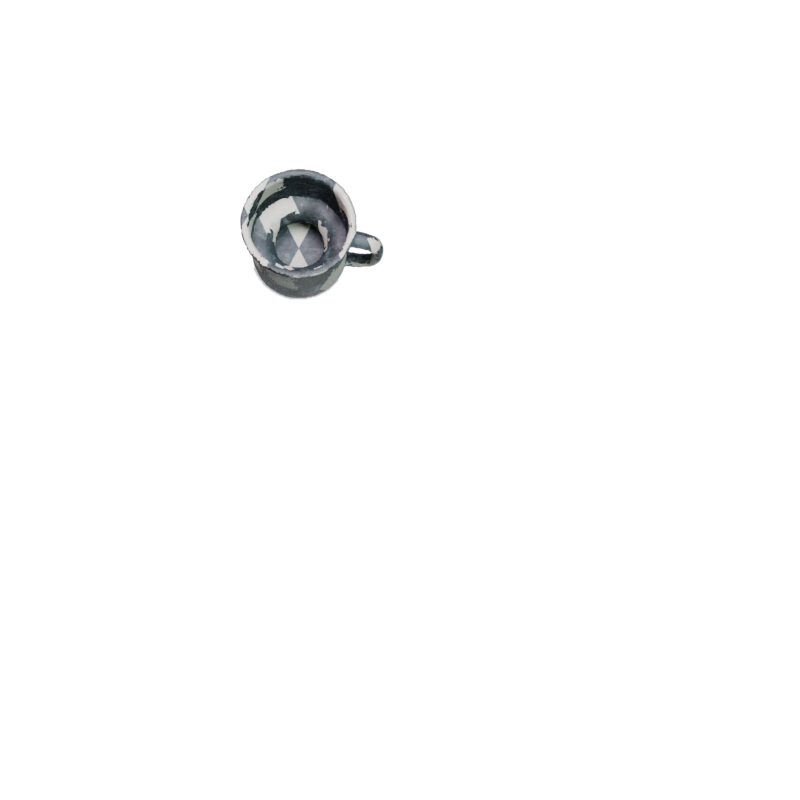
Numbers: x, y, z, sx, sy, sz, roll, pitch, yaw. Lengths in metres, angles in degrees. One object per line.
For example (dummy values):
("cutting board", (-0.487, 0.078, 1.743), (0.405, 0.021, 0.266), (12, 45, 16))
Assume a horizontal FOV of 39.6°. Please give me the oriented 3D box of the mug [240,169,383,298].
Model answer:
("mug", (-0.072, -0.132, 0.922), (0.117, 0.097, 0.078), (8, -17, 1))
